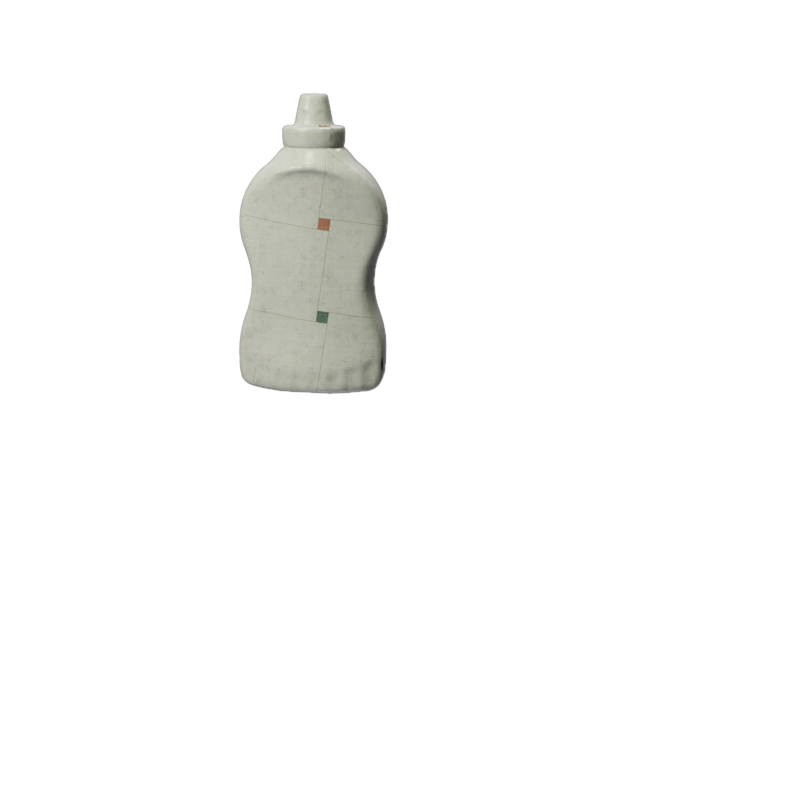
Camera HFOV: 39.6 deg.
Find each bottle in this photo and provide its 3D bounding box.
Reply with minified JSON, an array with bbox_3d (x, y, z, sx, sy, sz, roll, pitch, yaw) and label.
[{"bbox_3d":[-0.057,-0.104,0.725,0.097,0.187,0.059,3,11,9],"label":"bottle"}]
